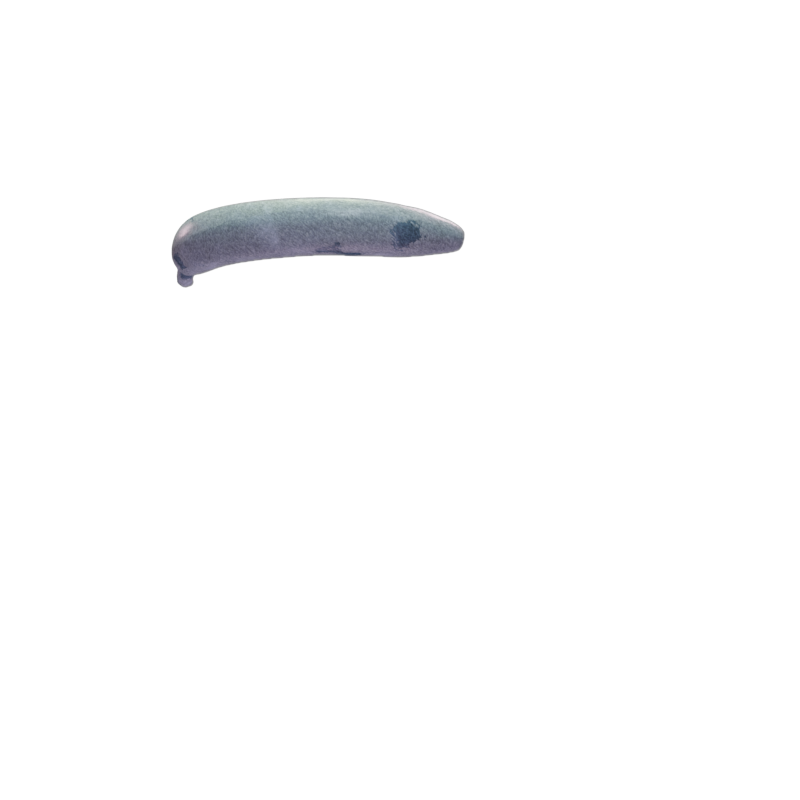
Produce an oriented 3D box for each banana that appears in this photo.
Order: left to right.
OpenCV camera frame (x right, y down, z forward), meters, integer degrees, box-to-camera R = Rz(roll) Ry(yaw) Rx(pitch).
[{"bbox_3d":[-0.064,-0.101,0.677,0.202,0.038,0.066,-3,-9,22],"label":"banana"}]
